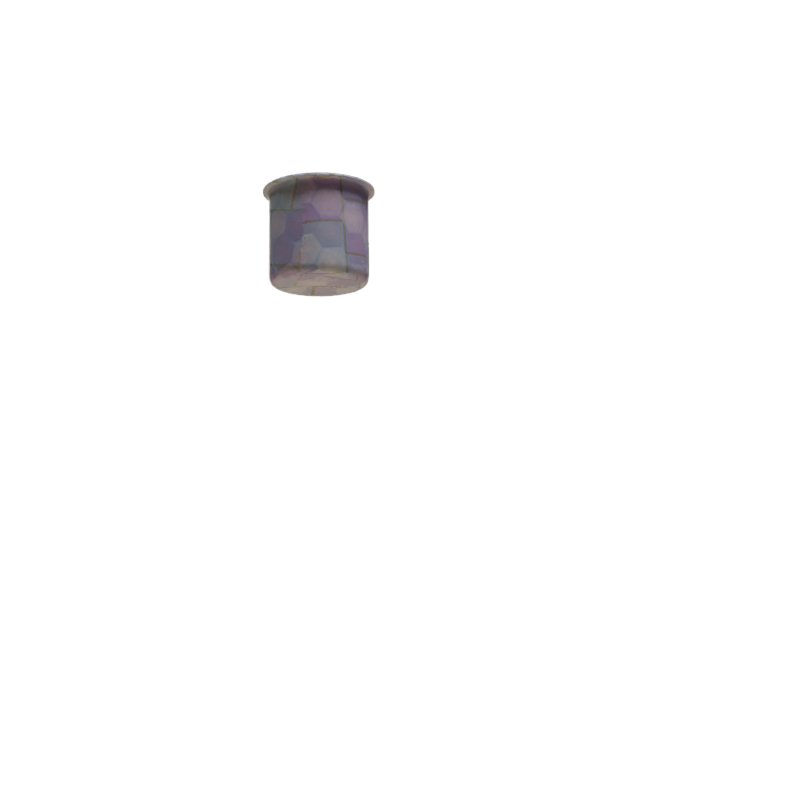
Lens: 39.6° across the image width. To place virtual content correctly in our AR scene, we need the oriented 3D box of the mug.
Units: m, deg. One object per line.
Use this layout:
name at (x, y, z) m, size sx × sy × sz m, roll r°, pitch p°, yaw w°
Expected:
mug at (-0.072, -0.131, 0.919) m, size 0.090 × 0.084 × 0.117 m, roll 5°, pitch -13°, yaw -25°
